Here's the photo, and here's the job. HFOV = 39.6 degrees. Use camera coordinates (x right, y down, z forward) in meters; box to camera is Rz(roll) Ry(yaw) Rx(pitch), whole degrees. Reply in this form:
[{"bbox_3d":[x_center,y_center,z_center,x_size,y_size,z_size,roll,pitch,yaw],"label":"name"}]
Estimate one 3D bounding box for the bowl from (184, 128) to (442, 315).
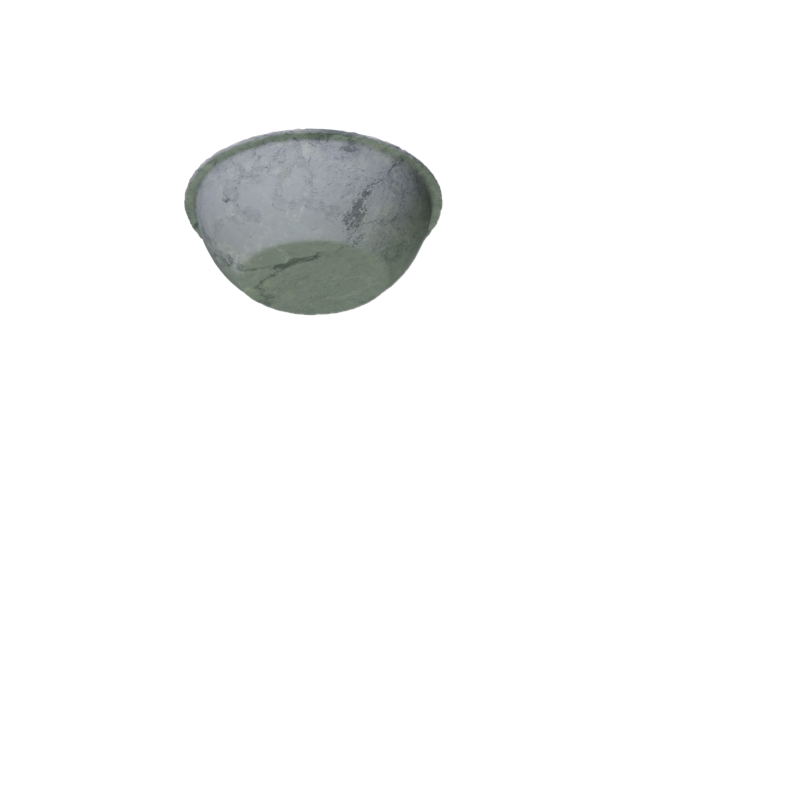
[{"bbox_3d":[-0.053,-0.097,0.682,0.162,0.058,0.153,1,-27,-2],"label":"bowl"}]
